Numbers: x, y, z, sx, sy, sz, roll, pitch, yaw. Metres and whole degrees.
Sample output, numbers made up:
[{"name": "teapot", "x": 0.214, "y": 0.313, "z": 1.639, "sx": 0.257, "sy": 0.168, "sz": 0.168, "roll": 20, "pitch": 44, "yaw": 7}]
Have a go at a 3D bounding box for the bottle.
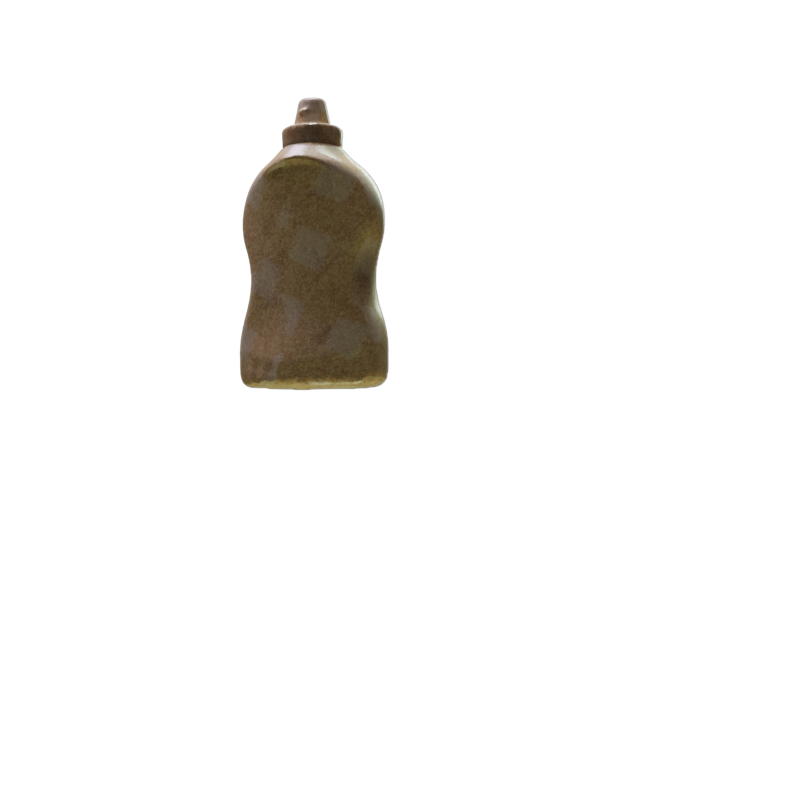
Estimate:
[{"name": "bottle", "x": -0.057, "y": -0.104, "z": 0.729, "sx": 0.099, "sy": 0.196, "sz": 0.056, "roll": -5, "pitch": -10, "yaw": 27}]
